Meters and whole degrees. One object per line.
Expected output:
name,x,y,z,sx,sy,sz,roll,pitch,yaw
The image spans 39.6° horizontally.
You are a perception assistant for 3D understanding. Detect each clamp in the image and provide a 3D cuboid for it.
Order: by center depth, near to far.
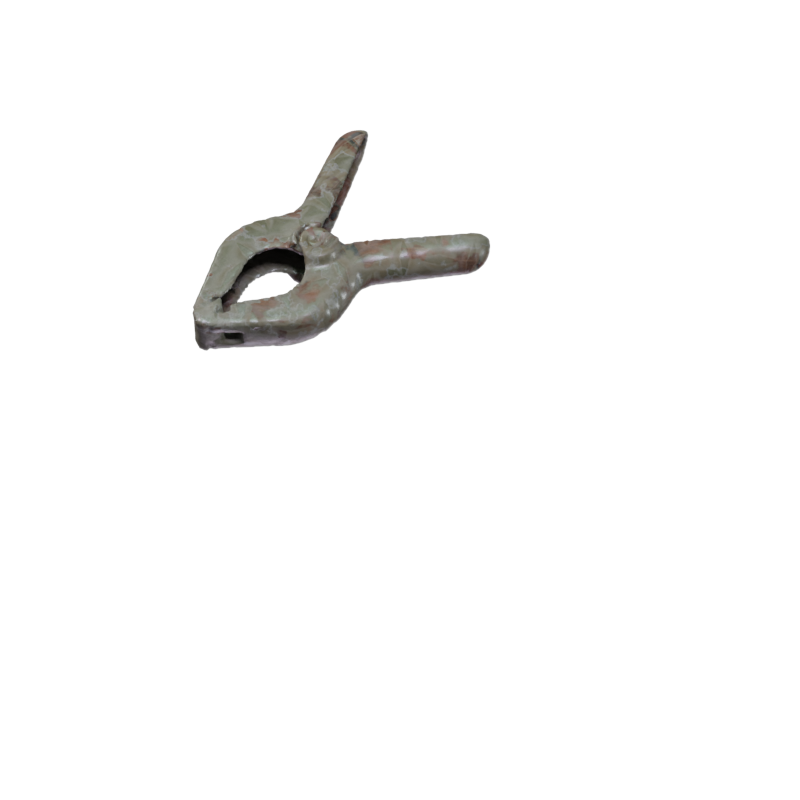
clamp,-0.049,-0.090,0.628,0.170,0.036,0.129,-25,54,-20
